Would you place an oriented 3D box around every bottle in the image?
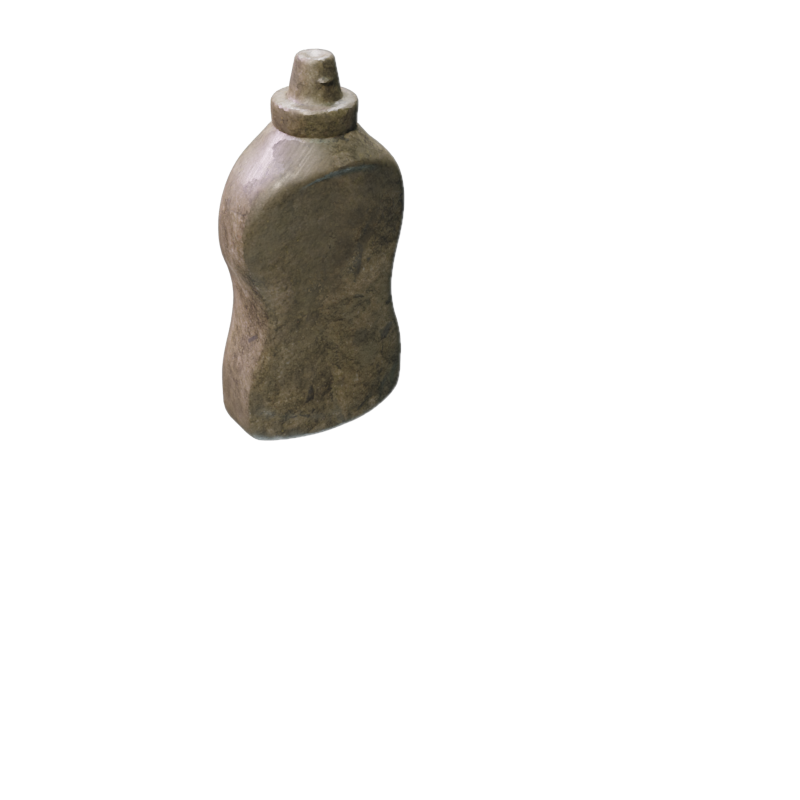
[{"bbox_3d":[-0.042,-0.078,0.546,0.094,0.181,0.063,-17,34,-30],"label":"bottle"}]
